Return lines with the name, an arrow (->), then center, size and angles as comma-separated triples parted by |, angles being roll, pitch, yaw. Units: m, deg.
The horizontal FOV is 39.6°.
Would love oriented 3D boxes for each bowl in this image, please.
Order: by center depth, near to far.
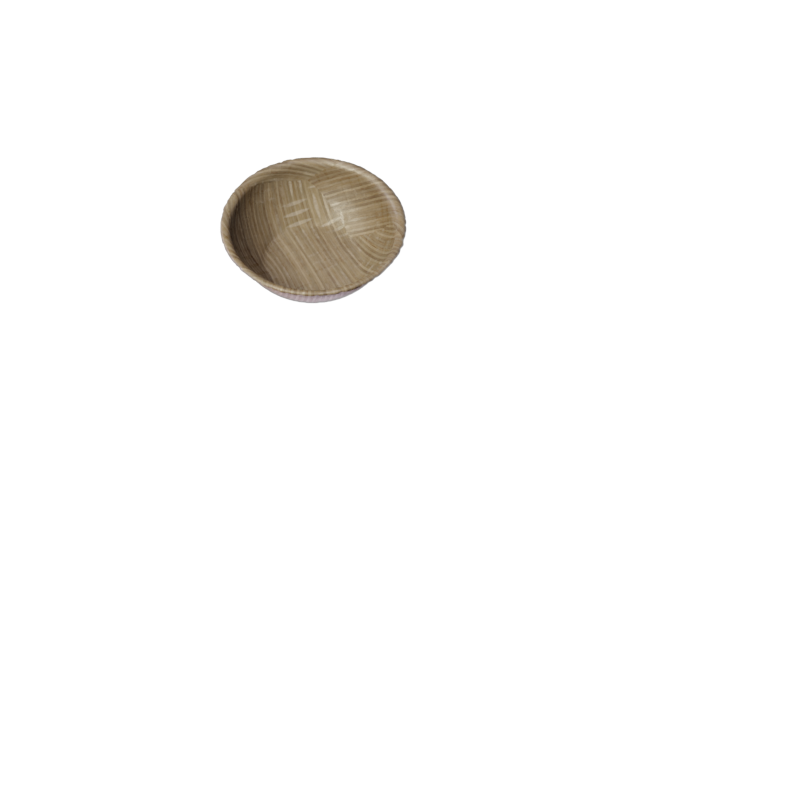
bowl -> -0.077, -0.140, 0.983 | 0.162, 0.174, 0.051 | -1, -38, -1
